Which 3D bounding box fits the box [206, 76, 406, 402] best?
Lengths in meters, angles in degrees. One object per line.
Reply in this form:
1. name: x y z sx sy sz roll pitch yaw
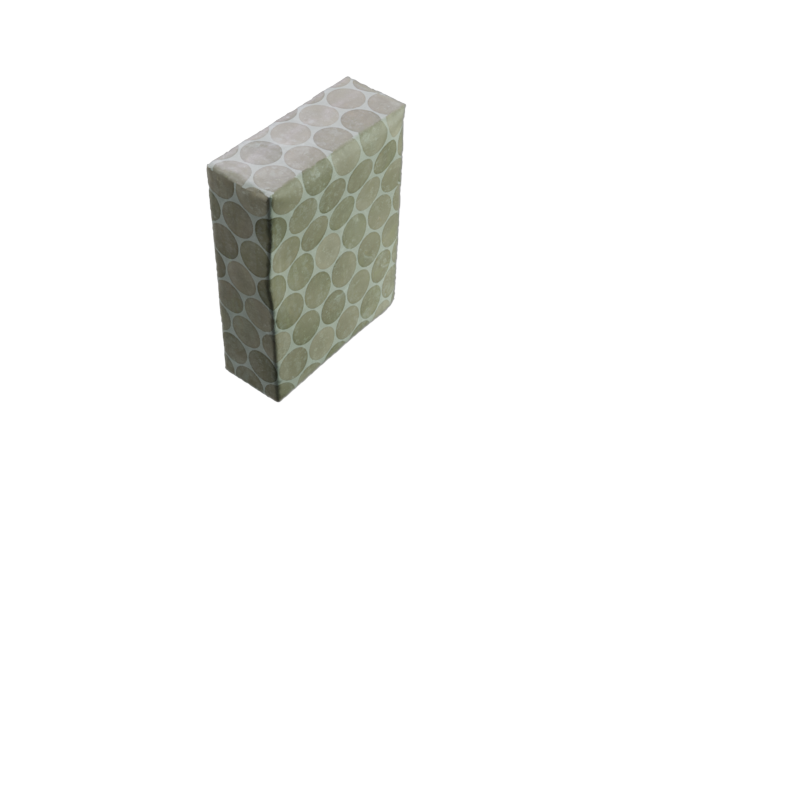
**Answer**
1. box: -0.070 -0.128 0.897 0.076 0.199 0.166 29 50 24
